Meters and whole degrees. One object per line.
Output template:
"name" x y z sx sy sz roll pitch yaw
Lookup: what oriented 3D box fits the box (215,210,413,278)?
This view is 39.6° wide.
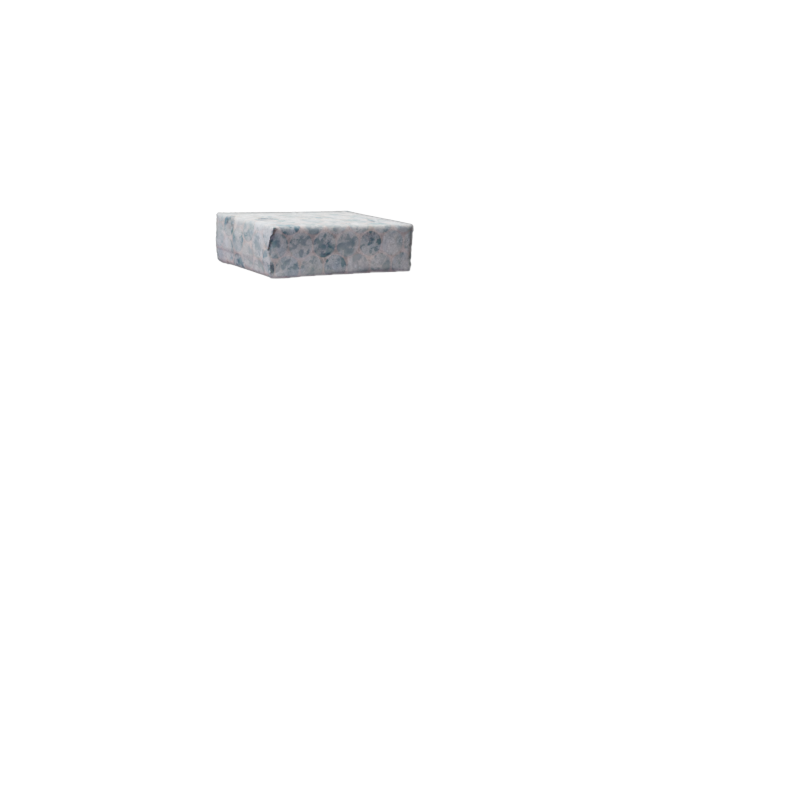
"box" -0.061 -0.111 0.778 0.110 0.038 0.095 -8 16 -30
